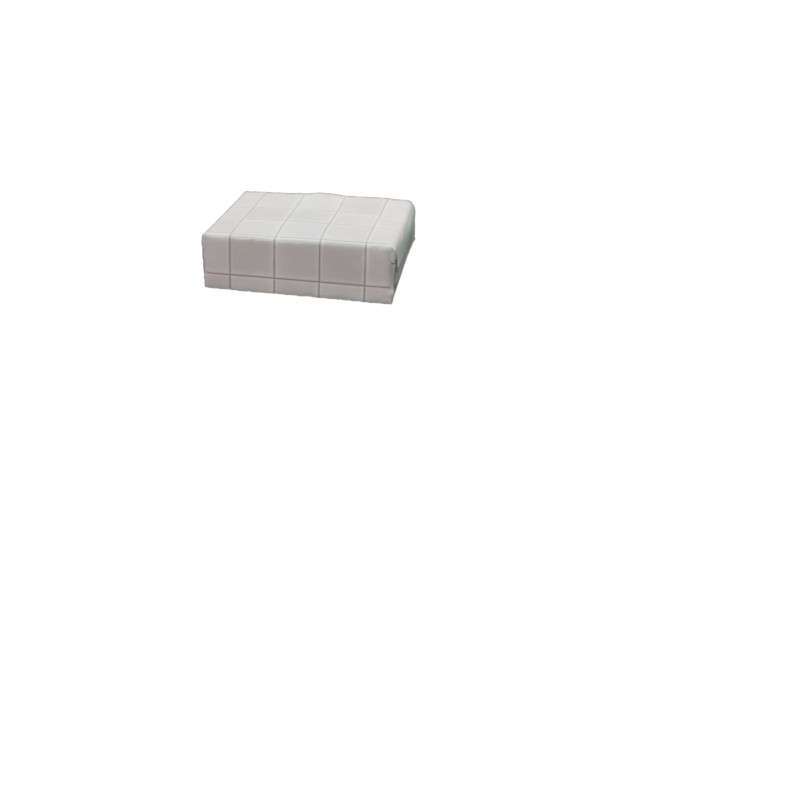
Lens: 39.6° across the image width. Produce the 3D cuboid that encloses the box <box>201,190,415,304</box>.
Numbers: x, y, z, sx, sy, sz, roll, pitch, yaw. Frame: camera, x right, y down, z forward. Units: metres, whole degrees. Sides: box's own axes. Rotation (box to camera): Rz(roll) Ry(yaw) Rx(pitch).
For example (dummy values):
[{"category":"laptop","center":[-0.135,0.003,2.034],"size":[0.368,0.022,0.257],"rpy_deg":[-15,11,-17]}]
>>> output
[{"category":"box","center":[-0.041,-0.075,0.524],"size":[0.091,0.029,0.076],"rpy_deg":[4,25,9]}]
